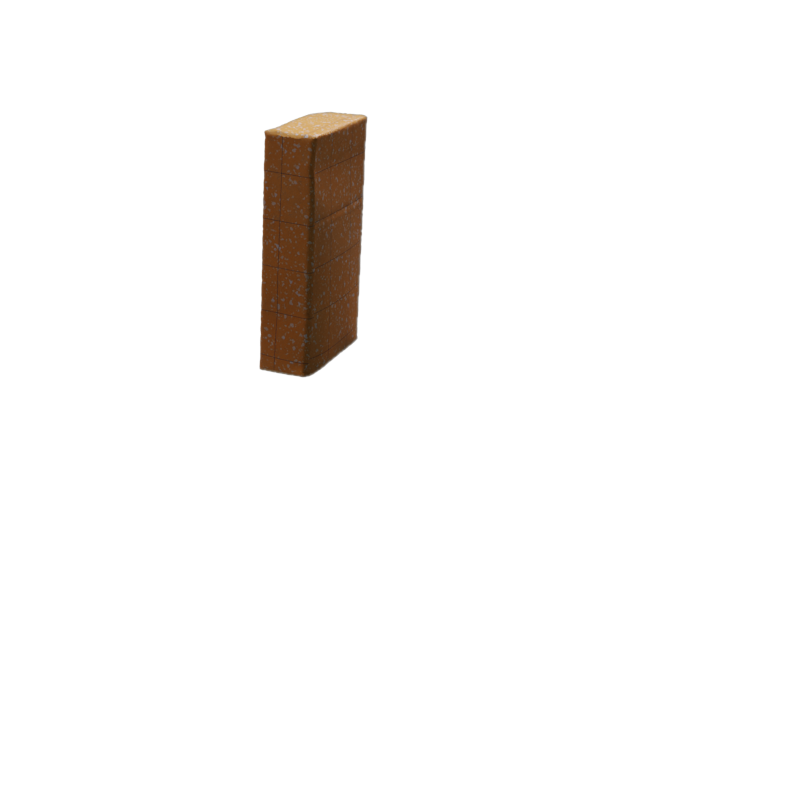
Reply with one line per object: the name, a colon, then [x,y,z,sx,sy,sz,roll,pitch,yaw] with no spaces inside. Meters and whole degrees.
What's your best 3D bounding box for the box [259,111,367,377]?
box: [-0.063,-0.114,0.798,0.050,0.170,0.094,8,19,21]
